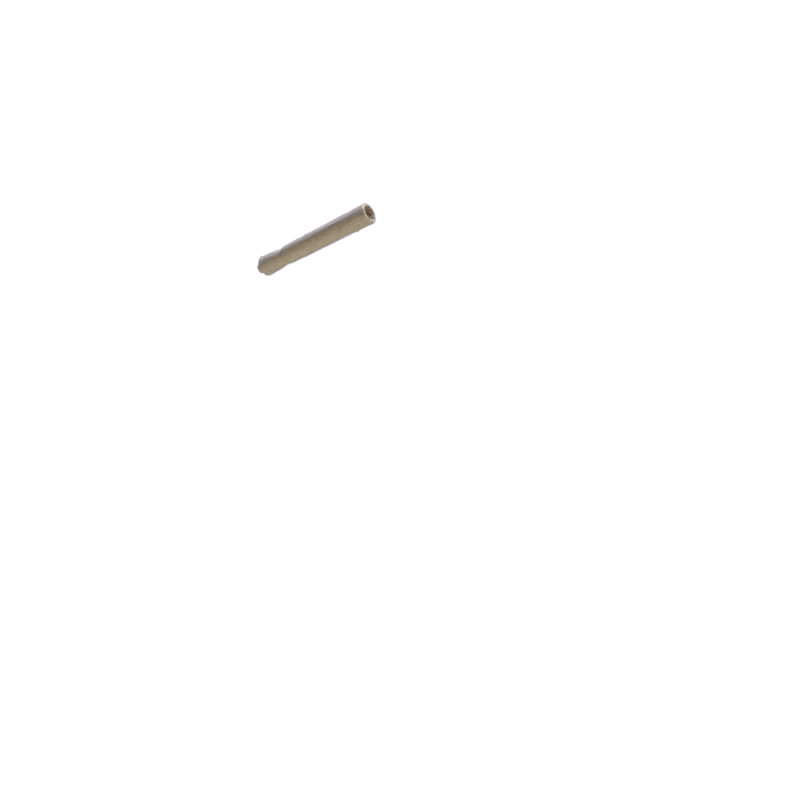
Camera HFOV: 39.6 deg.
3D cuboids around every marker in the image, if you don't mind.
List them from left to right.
[{"bbox_3d":[-0.075,-0.136,0.952,0.121,0.020,0.019,-22,-8,29],"label":"marker"}]
